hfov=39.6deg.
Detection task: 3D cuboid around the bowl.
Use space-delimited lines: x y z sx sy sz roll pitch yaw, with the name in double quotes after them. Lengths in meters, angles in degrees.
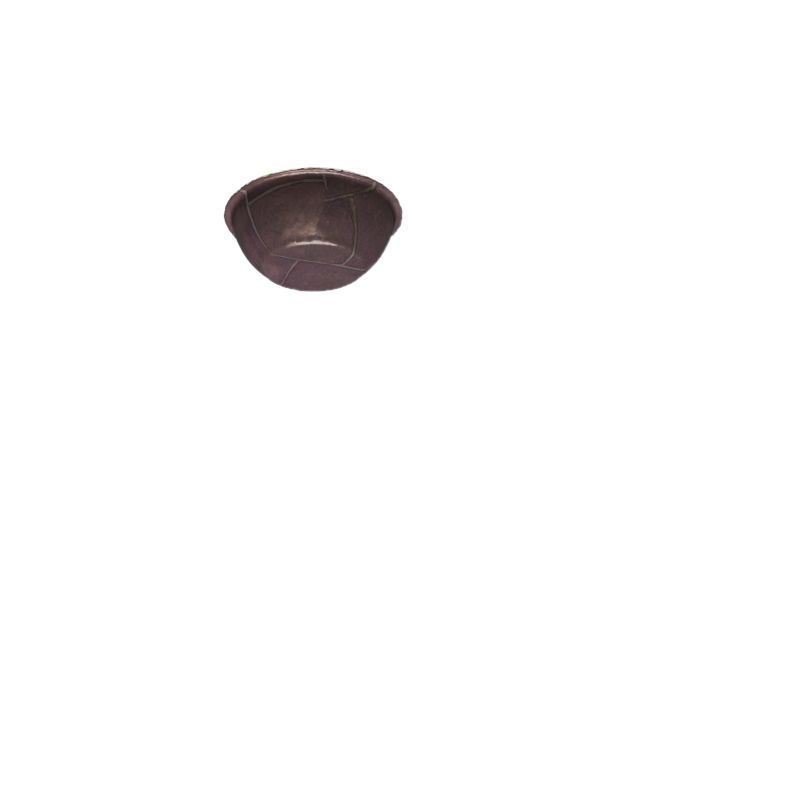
-0.077 -0.141 0.989 0.162 0.058 0.153 1 -24 -2 "bowl"
